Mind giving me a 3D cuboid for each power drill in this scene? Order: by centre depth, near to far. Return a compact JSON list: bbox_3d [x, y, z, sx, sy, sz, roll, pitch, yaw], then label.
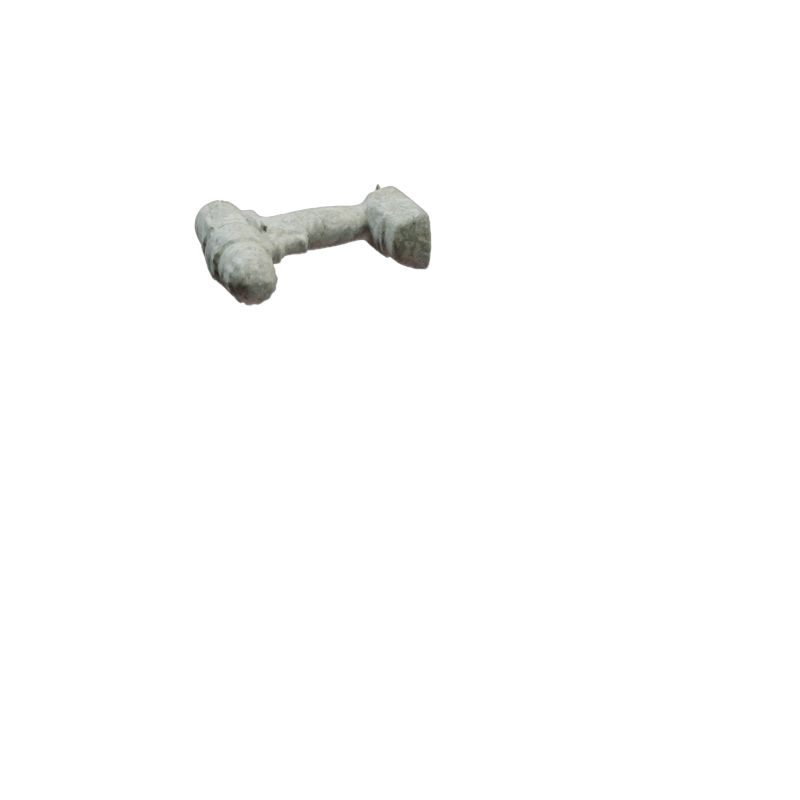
[{"bbox_3d":[-0.073,-0.134,0.936,0.185,0.055,0.197,-7,27,-15],"label":"power drill"}]
